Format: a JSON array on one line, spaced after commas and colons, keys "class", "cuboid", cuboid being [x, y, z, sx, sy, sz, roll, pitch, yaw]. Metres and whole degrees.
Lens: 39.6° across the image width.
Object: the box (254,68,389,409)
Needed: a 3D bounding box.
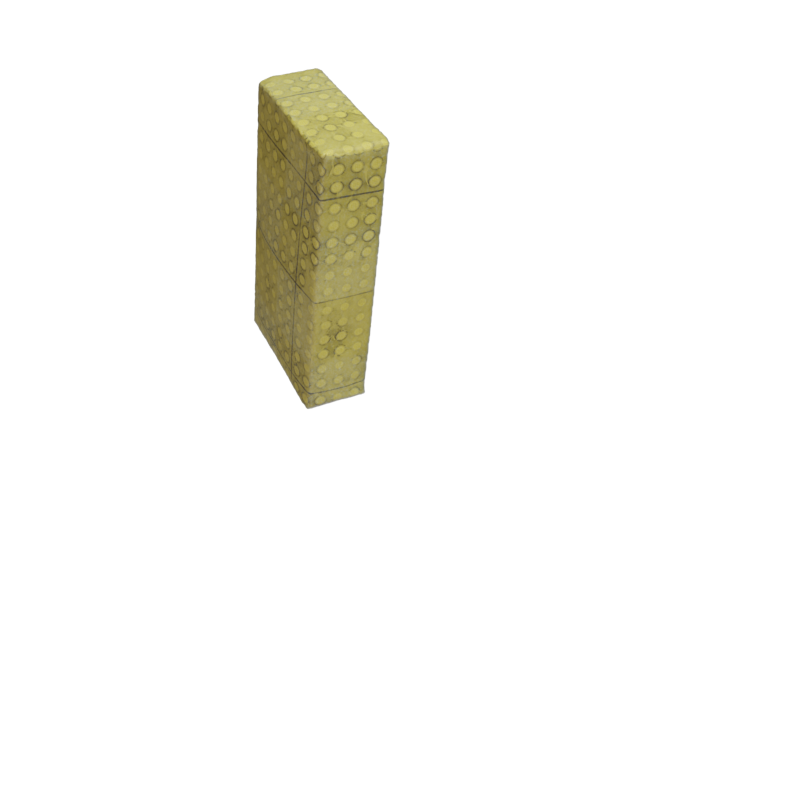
[{"class": "box", "cuboid": [-0.051, -0.092, 0.641, 0.047, 0.165, 0.101, -15, 42, -21]}]
